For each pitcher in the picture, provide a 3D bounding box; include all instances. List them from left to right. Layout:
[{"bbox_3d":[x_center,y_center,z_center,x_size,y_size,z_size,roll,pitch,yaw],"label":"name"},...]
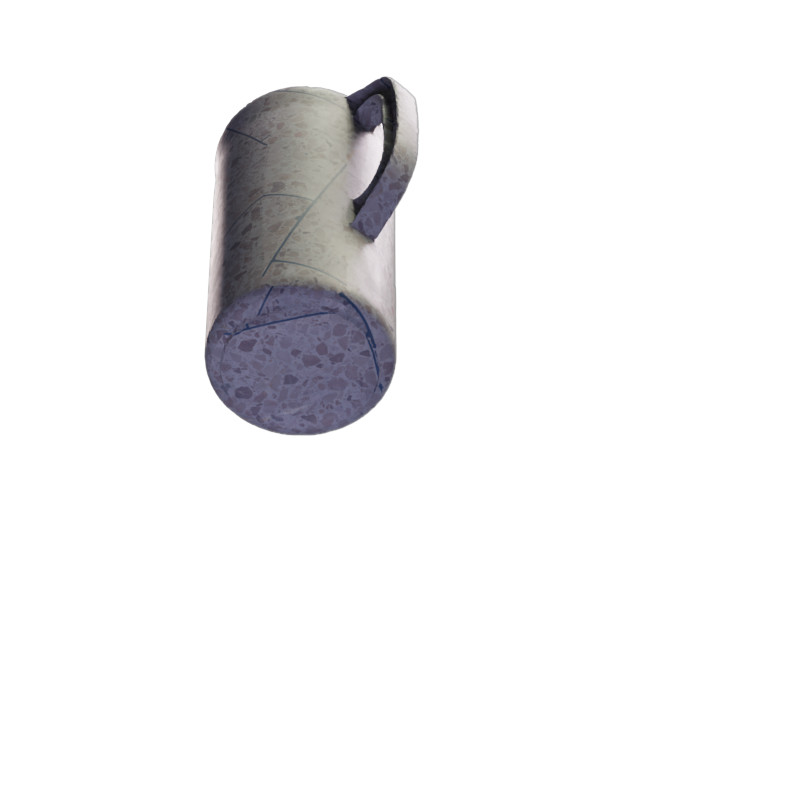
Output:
[{"bbox_3d":[-0.055,-0.101,0.709,0.145,0.139,0.260,-4,37,-1],"label":"pitcher"}]
